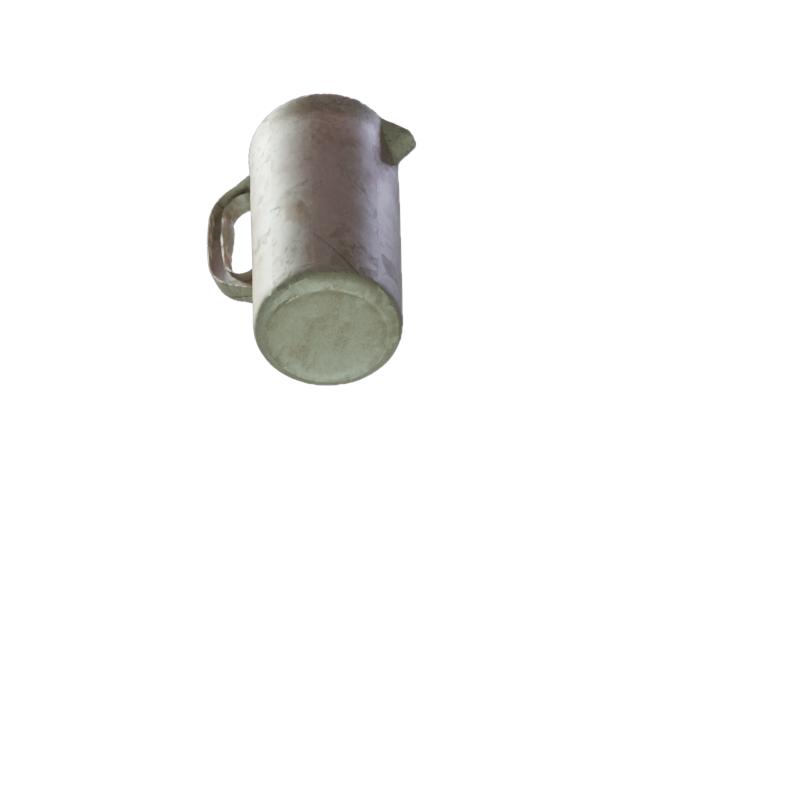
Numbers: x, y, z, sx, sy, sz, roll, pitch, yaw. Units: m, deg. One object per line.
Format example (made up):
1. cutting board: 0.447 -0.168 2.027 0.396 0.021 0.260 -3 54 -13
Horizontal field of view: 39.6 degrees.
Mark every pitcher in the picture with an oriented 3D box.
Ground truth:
1. pitcher: -0.069 -0.126 0.885 0.141 0.143 0.261 18 37 -18
